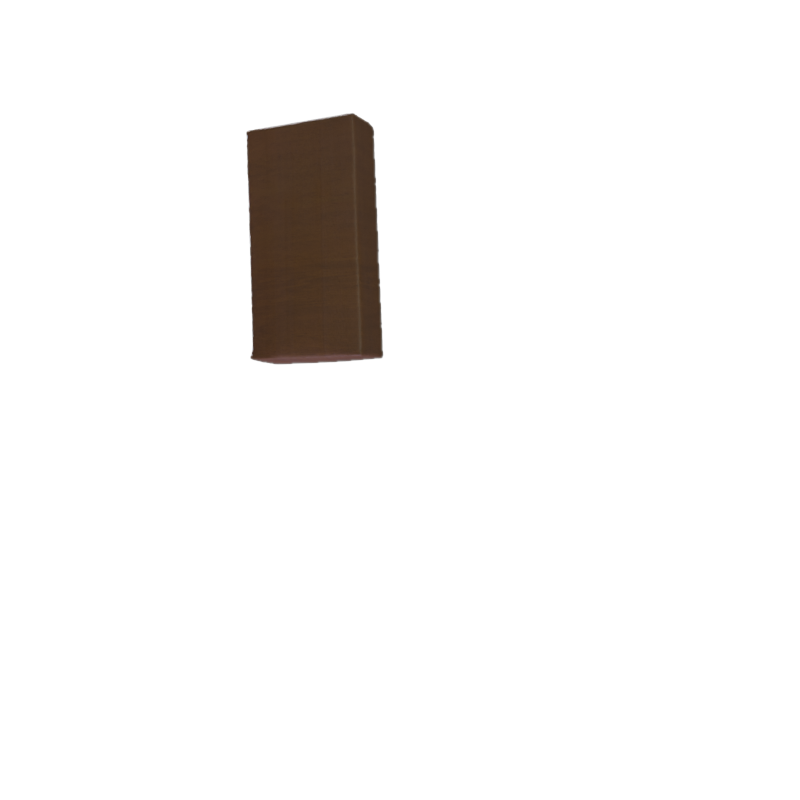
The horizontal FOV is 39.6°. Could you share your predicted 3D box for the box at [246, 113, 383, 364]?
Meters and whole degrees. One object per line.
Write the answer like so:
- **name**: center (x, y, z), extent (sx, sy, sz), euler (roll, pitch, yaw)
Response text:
- **box**: center (-0.064, -0.117, 0.820), extent (0.096, 0.181, 0.046), euler (-5, -11, 25)
